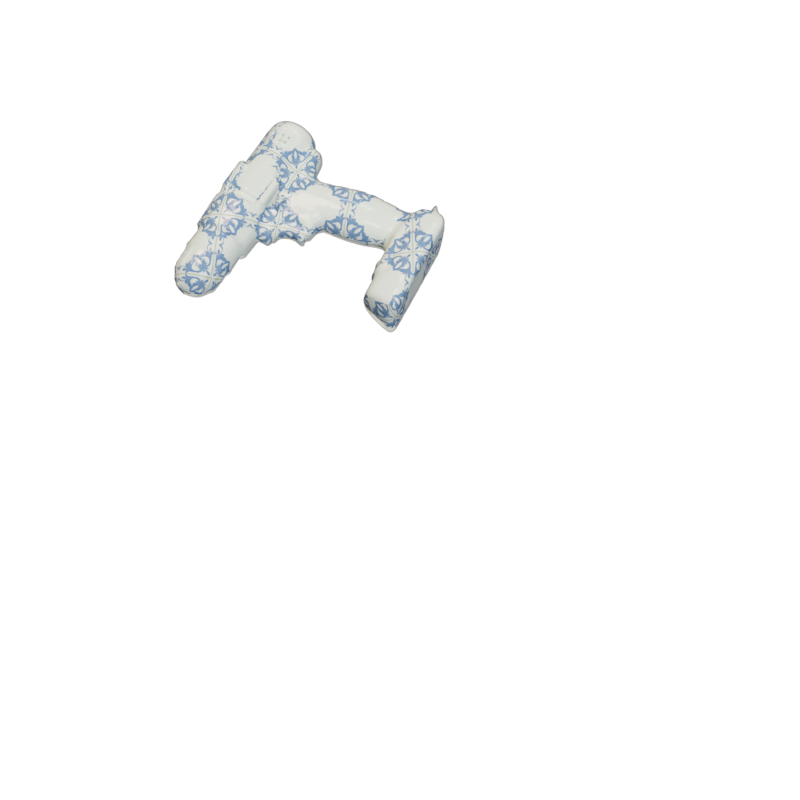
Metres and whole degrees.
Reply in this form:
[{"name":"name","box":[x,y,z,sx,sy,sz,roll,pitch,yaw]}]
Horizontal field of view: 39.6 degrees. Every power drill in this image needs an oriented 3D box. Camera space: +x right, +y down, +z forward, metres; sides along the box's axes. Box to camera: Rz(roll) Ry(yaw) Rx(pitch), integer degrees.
[{"name":"power drill","box":[-0.072,-0.131,0.921,0.193,0.190,0.054,26,-24,12]}]
